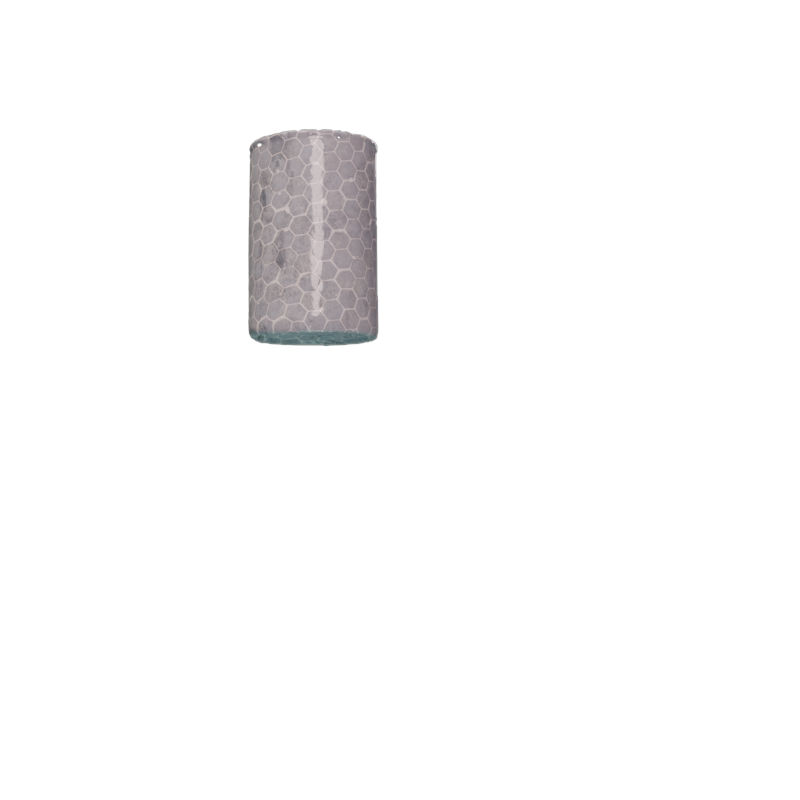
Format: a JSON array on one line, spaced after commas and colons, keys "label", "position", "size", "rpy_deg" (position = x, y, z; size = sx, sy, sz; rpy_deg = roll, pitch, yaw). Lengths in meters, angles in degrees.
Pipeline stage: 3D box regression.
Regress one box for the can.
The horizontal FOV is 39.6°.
[{"label": "can", "position": [-0.045, -0.082, 0.576], "size": [0.068, 0.105, 0.067], "rpy_deg": [0, -9, -2]}]
